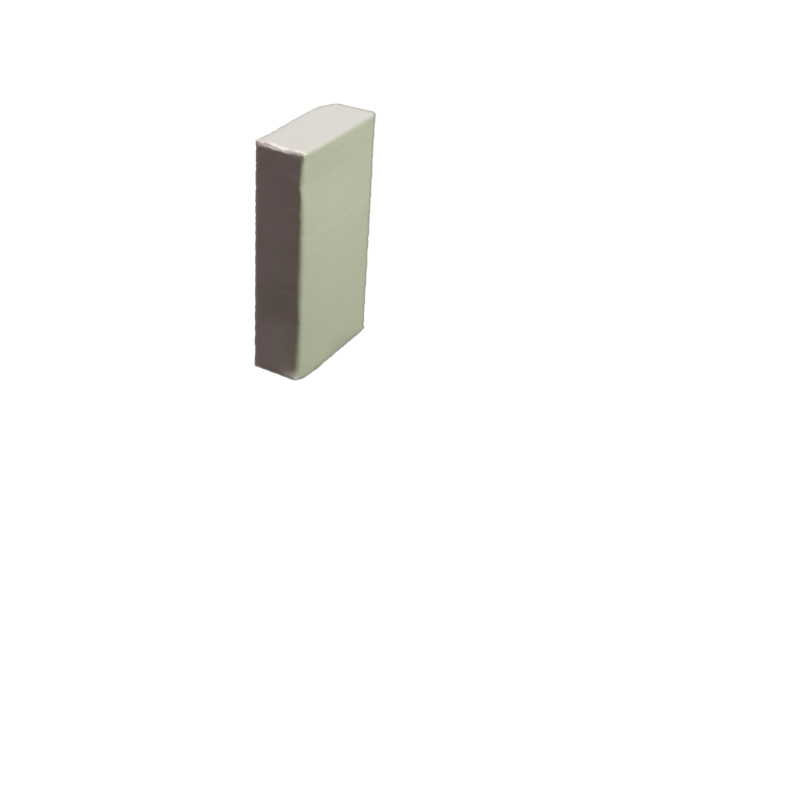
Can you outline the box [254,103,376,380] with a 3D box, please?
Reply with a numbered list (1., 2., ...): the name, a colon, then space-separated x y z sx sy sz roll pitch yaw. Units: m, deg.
1. box: -0.061 -0.111 0.774 0.050 0.166 0.094 17 32 25
